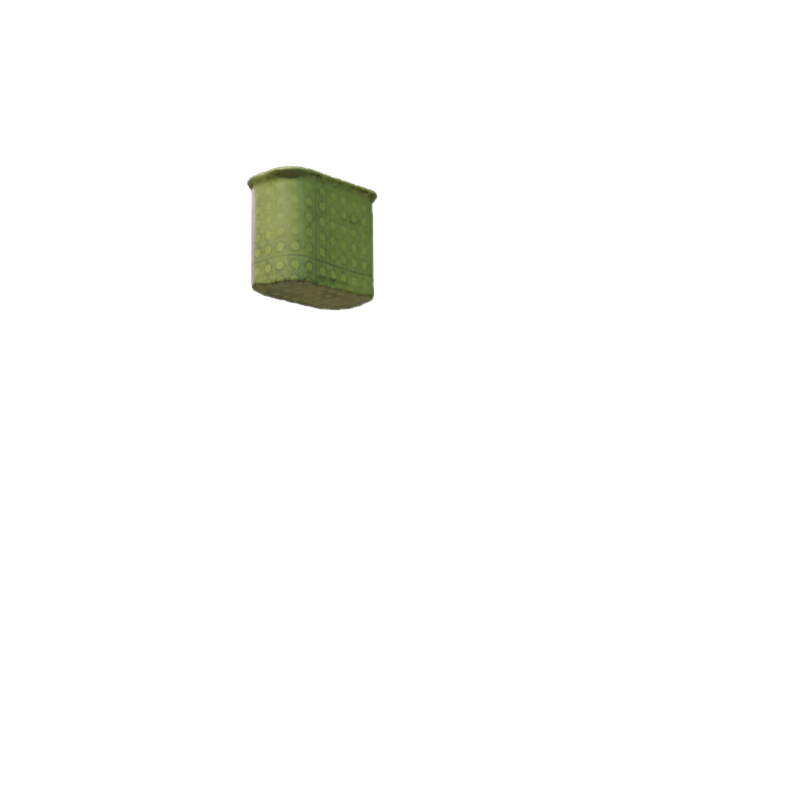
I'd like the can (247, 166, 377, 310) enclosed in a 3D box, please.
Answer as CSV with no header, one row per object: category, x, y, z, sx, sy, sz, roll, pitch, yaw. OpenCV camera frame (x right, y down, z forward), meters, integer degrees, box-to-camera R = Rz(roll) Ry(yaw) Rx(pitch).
can,-0.064,-0.116,0.811,0.059,0.087,0.096,-13,-17,41
